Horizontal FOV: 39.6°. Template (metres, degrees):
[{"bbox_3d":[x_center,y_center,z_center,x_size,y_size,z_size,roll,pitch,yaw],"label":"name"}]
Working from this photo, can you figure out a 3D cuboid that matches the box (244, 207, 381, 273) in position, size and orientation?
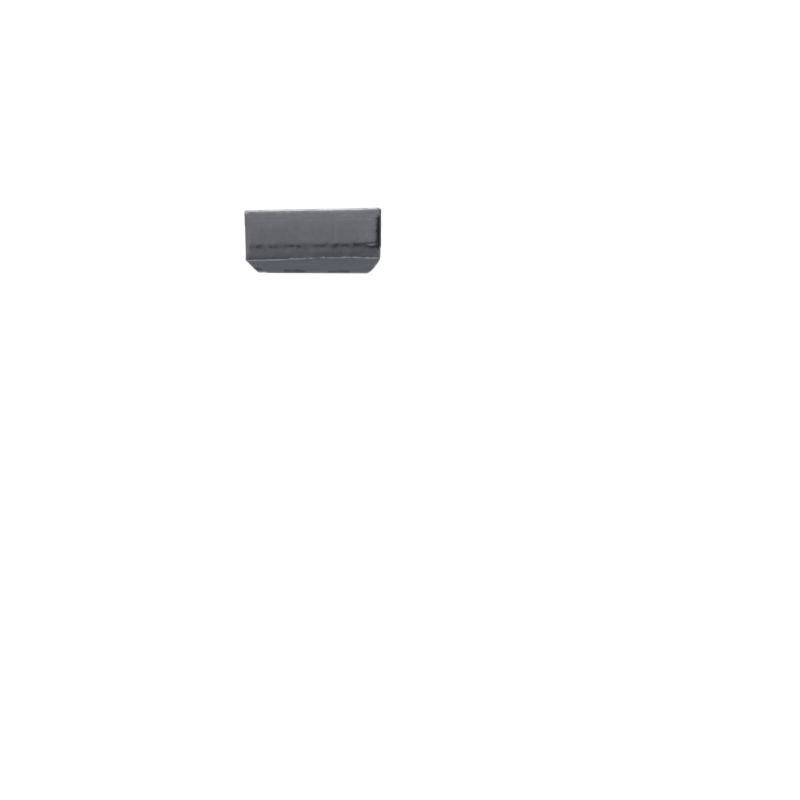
[{"bbox_3d":[-0.060,-0.110,0.772,0.090,0.039,0.113,0,0,-2],"label":"box"}]
